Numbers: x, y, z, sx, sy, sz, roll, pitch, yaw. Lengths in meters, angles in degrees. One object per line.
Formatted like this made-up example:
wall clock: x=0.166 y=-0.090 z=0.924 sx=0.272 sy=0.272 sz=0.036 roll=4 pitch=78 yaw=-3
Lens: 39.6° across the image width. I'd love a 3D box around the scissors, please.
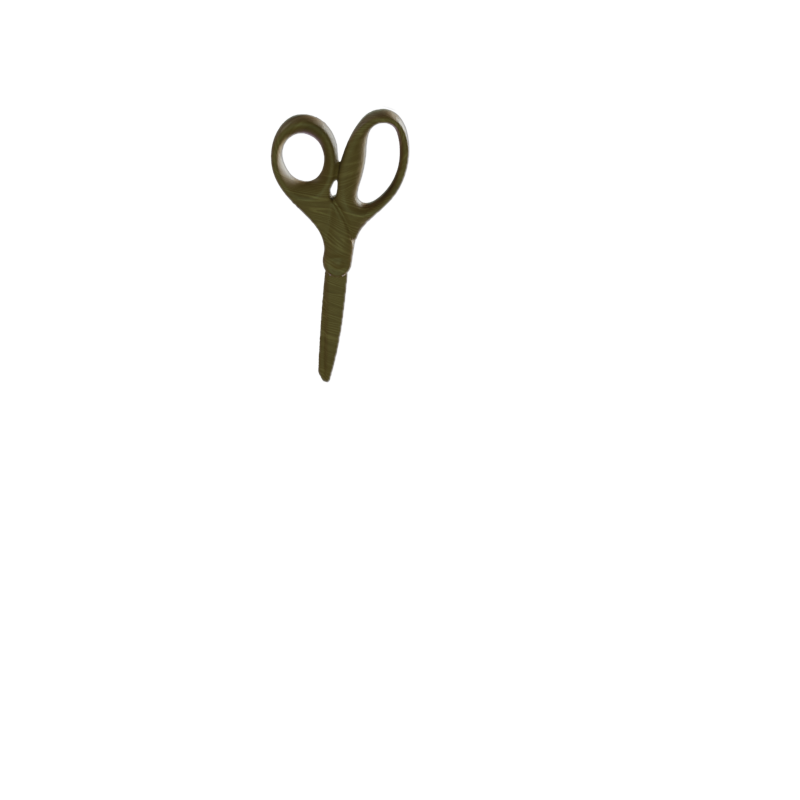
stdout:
scissors: x=-0.057 y=-0.104 z=0.731 sx=0.094 sy=0.194 sz=0.017 roll=20 pitch=26 yaw=-10
